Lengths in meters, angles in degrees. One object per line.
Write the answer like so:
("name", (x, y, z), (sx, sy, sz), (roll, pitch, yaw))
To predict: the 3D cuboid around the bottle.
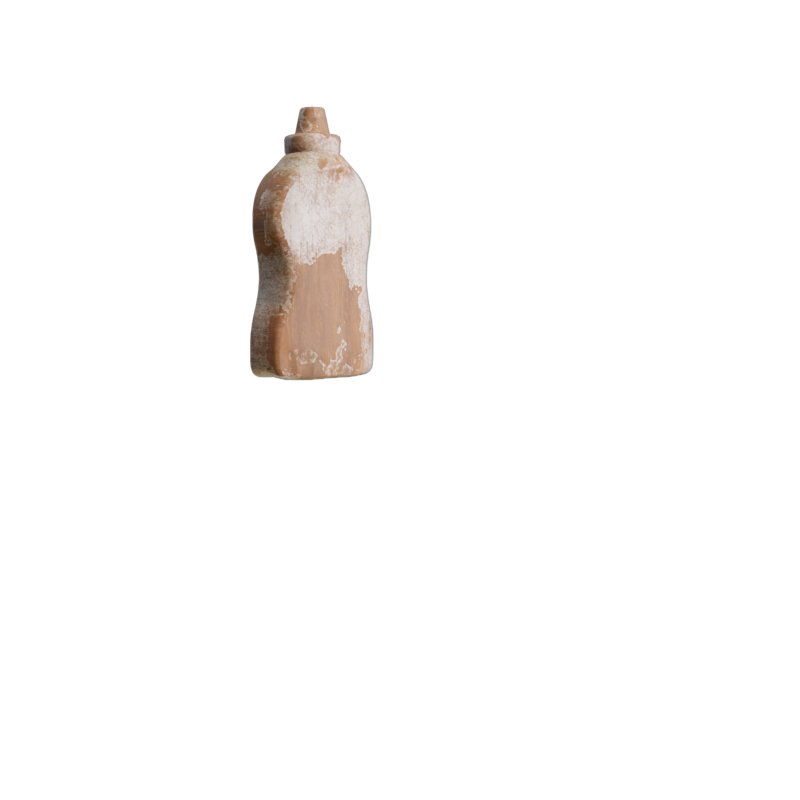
("bottle", (-0.062, -0.113, 0.790), (0.092, 0.192, 0.060), (0, -1, -43))
